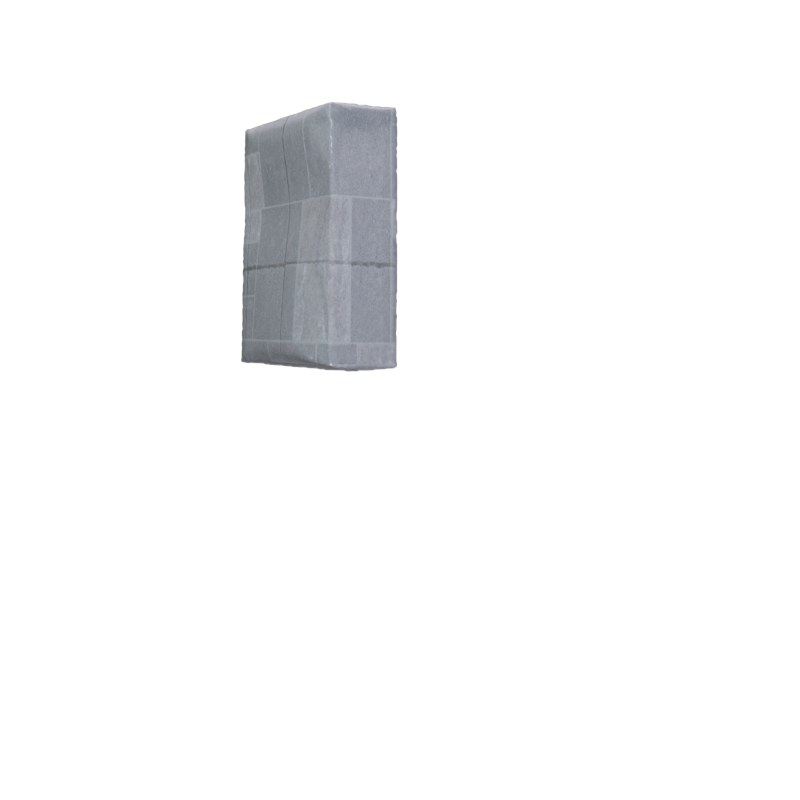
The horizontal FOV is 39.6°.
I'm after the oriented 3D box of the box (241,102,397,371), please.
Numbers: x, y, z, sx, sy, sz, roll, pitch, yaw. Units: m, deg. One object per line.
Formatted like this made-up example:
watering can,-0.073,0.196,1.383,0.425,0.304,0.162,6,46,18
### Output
box,-0.074,-0.135,0.946,0.069,0.215,0.169,2,-1,-32
